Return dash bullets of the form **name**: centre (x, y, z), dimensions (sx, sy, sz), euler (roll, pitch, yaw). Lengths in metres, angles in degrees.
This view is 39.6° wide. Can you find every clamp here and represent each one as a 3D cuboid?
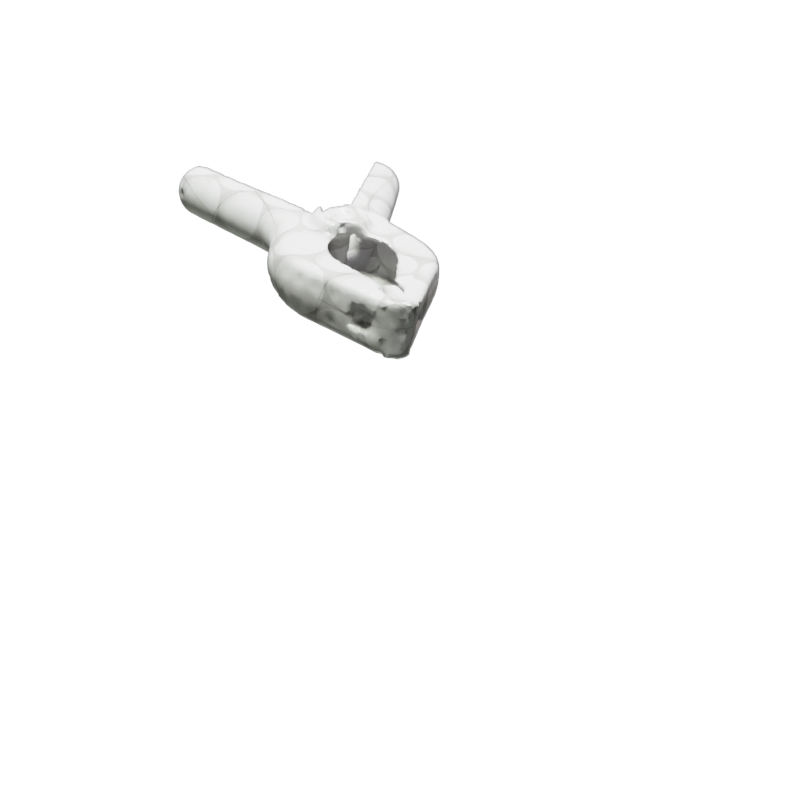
- **clamp**: centre (-0.042, -0.076, 0.533), dimensions (0.119, 0.037, 0.184), euler (-6, 31, -11)
